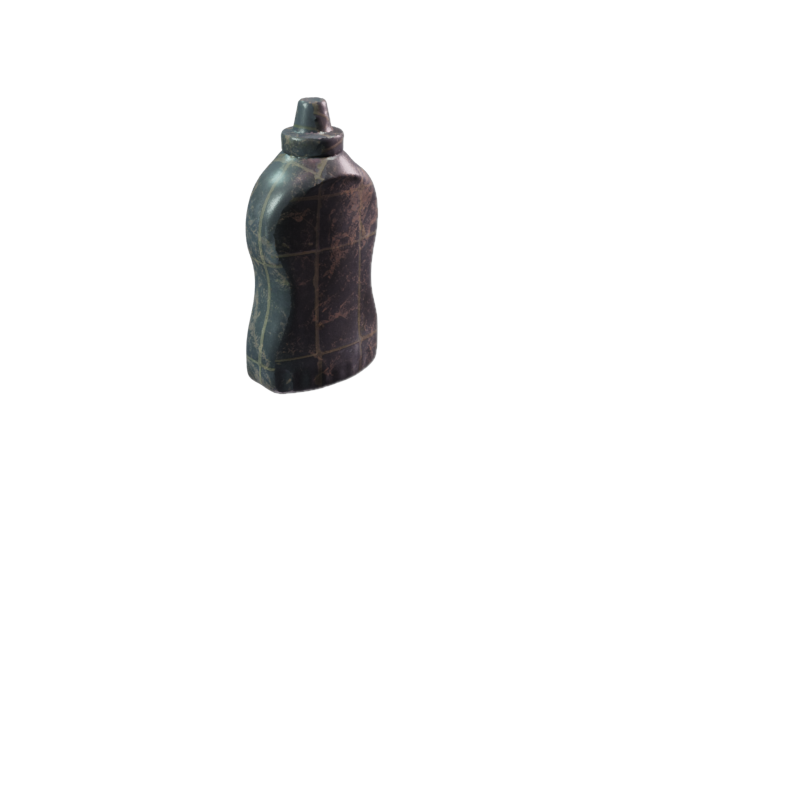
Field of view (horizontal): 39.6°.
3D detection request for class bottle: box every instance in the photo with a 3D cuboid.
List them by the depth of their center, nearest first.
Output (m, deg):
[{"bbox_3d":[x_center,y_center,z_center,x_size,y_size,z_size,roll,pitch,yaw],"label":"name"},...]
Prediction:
[{"bbox_3d":[-0.058,-0.106,0.739,0.094,0.183,0.062,-15,26,-36],"label":"bottle"}]
